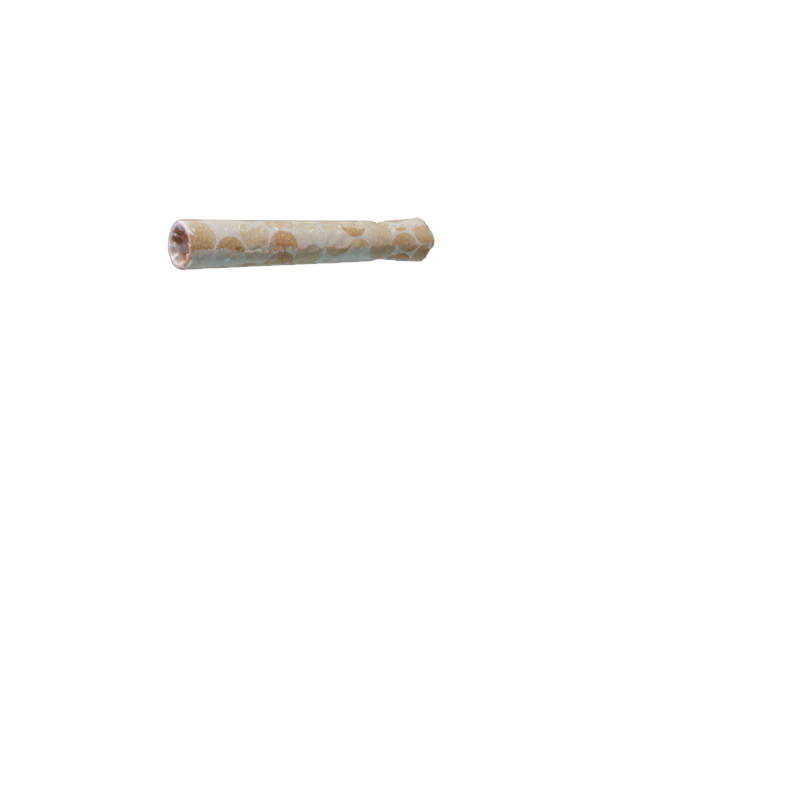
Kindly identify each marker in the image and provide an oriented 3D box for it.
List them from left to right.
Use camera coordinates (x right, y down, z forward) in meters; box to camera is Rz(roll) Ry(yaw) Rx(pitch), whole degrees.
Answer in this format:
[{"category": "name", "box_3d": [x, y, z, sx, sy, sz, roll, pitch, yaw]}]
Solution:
[{"category": "marker", "box_3d": [-0.035, -0.063, 0.441, 0.117, 0.020, 0.021, -7, 8, -36]}]
